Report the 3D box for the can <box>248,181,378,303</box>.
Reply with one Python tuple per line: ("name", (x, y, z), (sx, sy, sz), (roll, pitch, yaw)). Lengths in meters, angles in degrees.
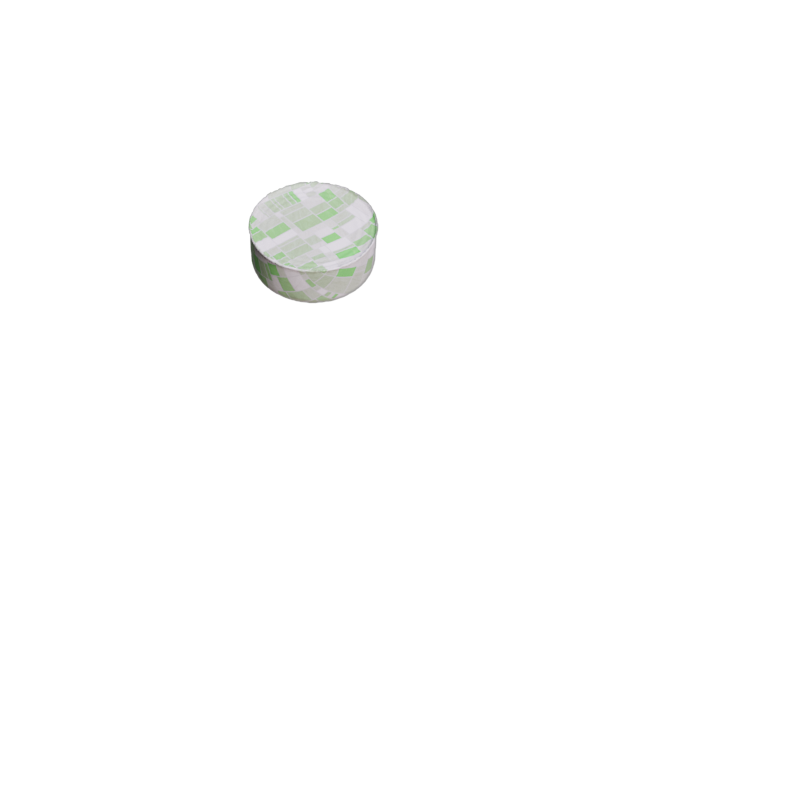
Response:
("can", (-0.058, -0.106, 0.744), (0.086, 0.092, 0.031), (-1, -42, -1))
